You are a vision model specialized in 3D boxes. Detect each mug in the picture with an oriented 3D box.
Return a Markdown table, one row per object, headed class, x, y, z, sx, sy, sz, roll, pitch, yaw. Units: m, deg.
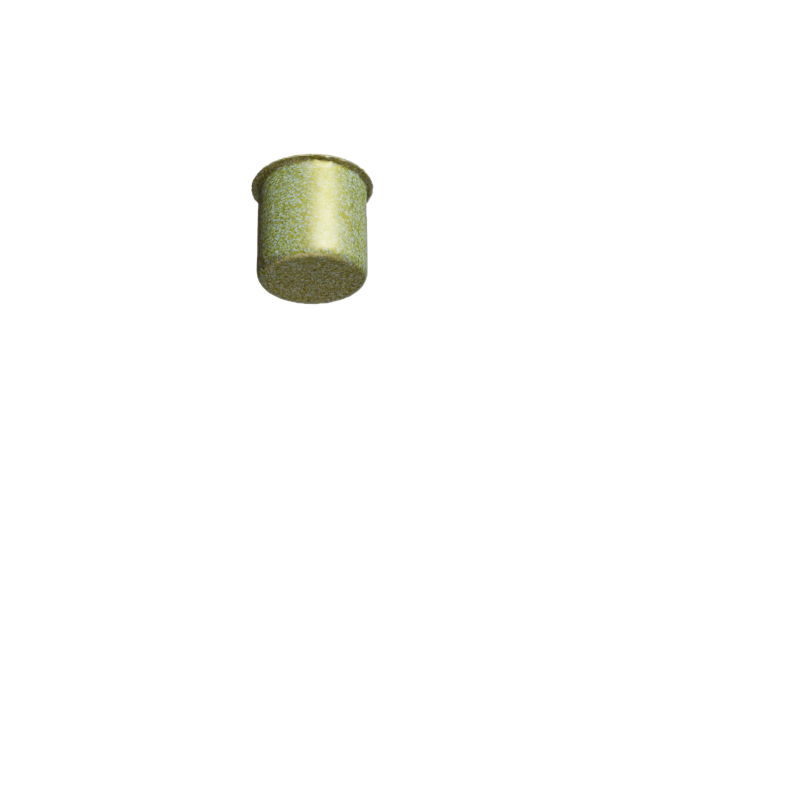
| class | x | y | z | sx | sy | sz | roll | pitch | yaw |
| --- | --- | --- | --- | --- | --- | --- | --- | --- | --- |
| mug | -0.065 | -0.119 | 0.836 | 0.093 | 0.087 | 0.110 | -1 | -26 | 1 |
